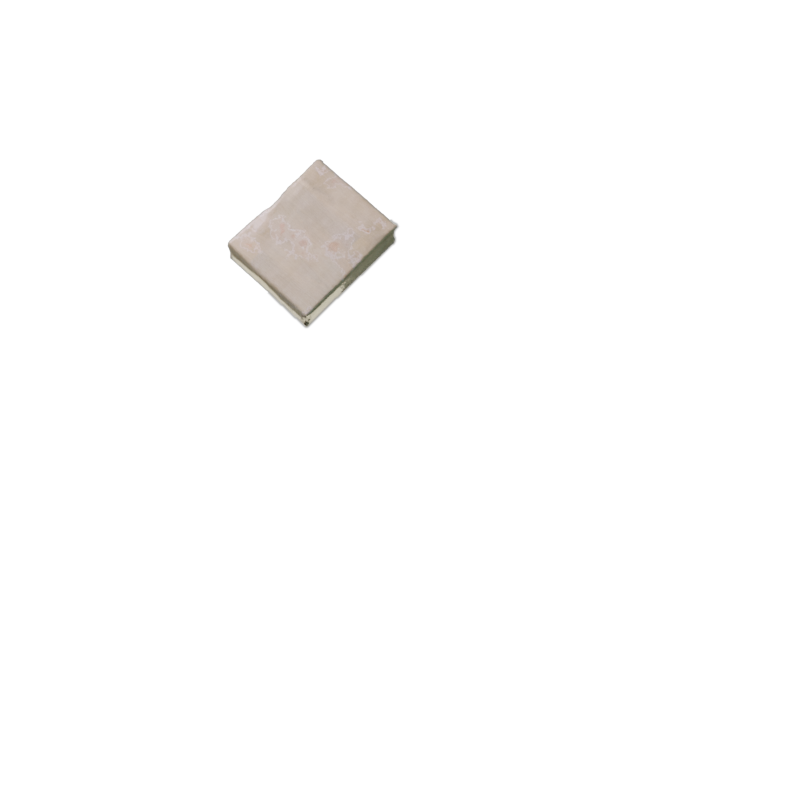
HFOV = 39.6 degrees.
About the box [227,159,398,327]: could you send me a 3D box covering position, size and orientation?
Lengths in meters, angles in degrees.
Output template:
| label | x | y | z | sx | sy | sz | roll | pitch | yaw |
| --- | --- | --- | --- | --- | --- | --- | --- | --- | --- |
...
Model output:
| label | x | y | z | sx | sy | sz | roll | pitch | yaw |
| --- | --- | --- | --- | --- | --- | --- | --- | --- | --- |
| box | -0.057 | -0.105 | 0.733 | 0.076 | 0.090 | 0.029 | 41 | -16 | 14 |
